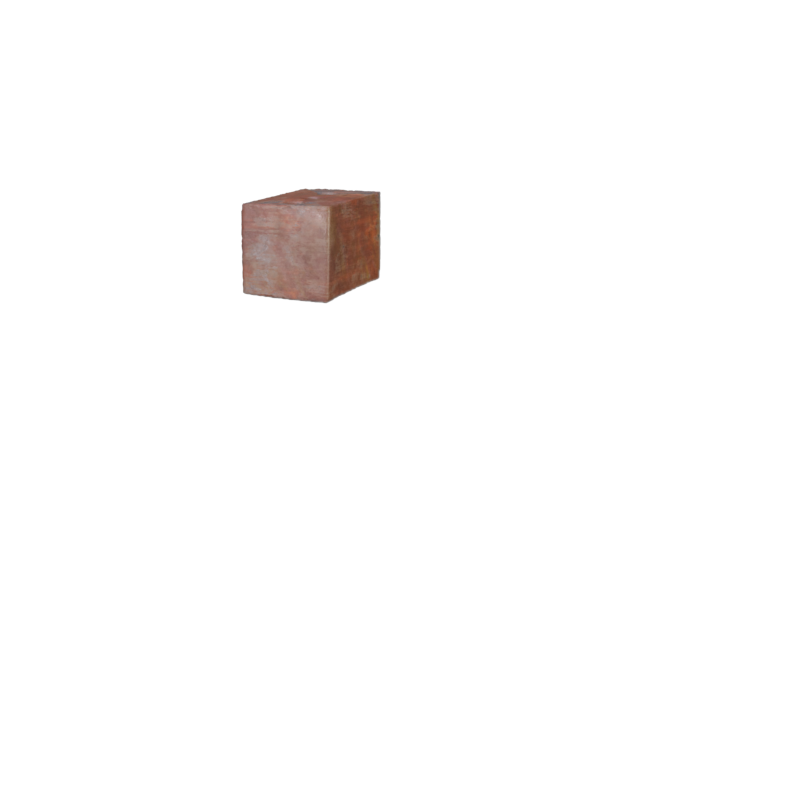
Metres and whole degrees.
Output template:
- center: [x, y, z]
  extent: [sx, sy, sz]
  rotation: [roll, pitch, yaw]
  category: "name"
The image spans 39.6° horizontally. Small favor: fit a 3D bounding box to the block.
- center: [-0.048, -0.088, 0.617]
  extent: [0.054, 0.050, 0.078]
  rotation: [5, 16, 20]
  category: "block"
